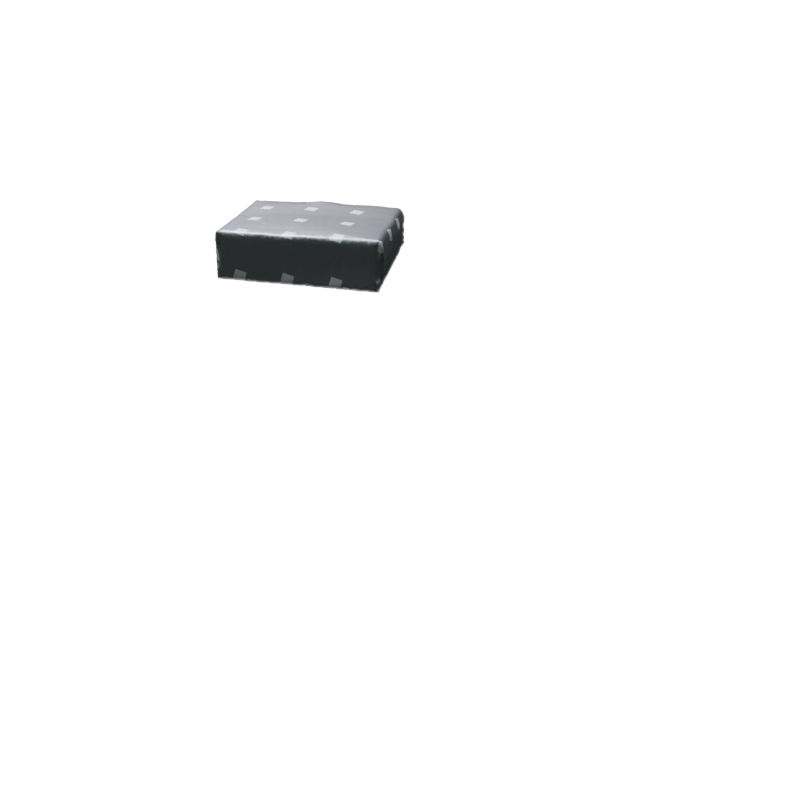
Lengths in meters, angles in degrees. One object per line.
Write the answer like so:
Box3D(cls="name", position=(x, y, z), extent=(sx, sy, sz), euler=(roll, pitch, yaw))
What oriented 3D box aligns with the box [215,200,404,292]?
Box3D(cls="box", position=(-0.047, -0.086, 0.601), extent=(0.091, 0.029, 0.075), euler=(5, 22, 11))
